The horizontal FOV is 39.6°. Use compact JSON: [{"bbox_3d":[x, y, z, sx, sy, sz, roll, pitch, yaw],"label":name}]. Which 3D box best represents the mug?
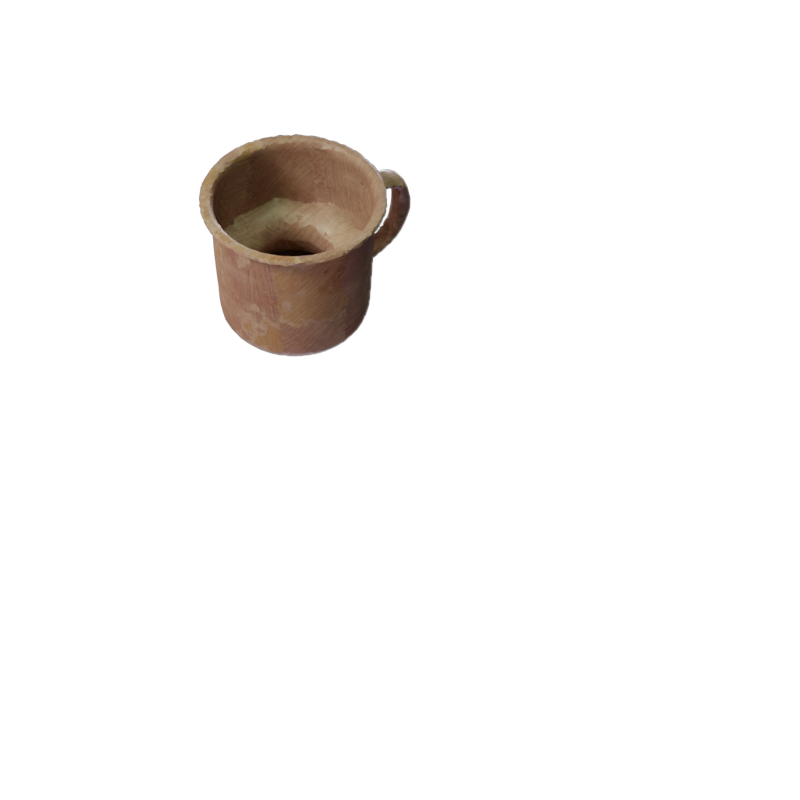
[{"bbox_3d":[-0.045,-0.083,0.579,0.117,0.076,0.100,-29,56,-23],"label":"mug"}]
